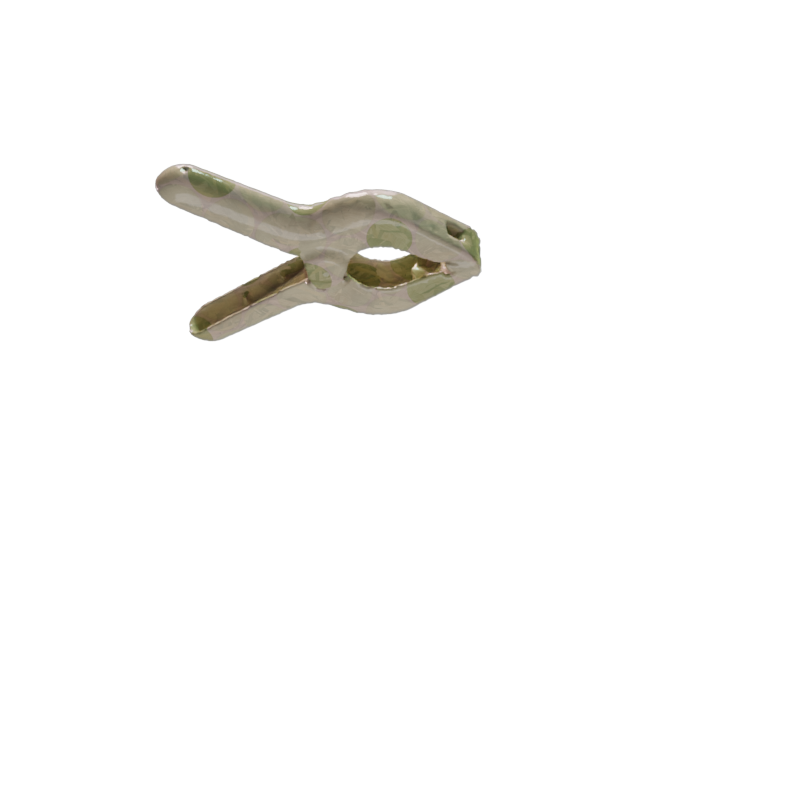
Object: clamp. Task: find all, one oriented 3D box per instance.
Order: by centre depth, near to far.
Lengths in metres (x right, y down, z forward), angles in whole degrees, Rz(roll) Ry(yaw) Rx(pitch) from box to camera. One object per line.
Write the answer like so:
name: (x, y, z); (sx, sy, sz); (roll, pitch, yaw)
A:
clamp: (-0.046, -0.084, 0.587); (0.173, 0.042, 0.111); (-8, -38, 10)
